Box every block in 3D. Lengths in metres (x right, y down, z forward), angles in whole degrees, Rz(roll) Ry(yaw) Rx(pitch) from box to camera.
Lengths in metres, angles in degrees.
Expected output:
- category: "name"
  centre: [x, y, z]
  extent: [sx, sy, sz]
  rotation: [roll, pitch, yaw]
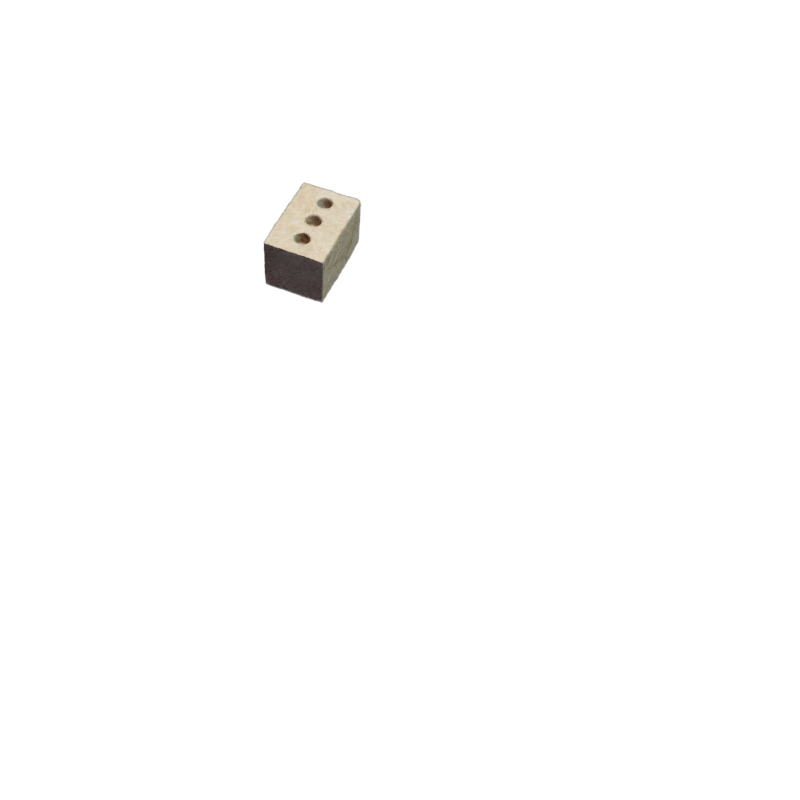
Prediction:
- category: "block"
  centre: [-0.070, -0.128, 0.894]
  extent: [0.054, 0.081, 0.048]
  rotation: [18, -38, 12]
